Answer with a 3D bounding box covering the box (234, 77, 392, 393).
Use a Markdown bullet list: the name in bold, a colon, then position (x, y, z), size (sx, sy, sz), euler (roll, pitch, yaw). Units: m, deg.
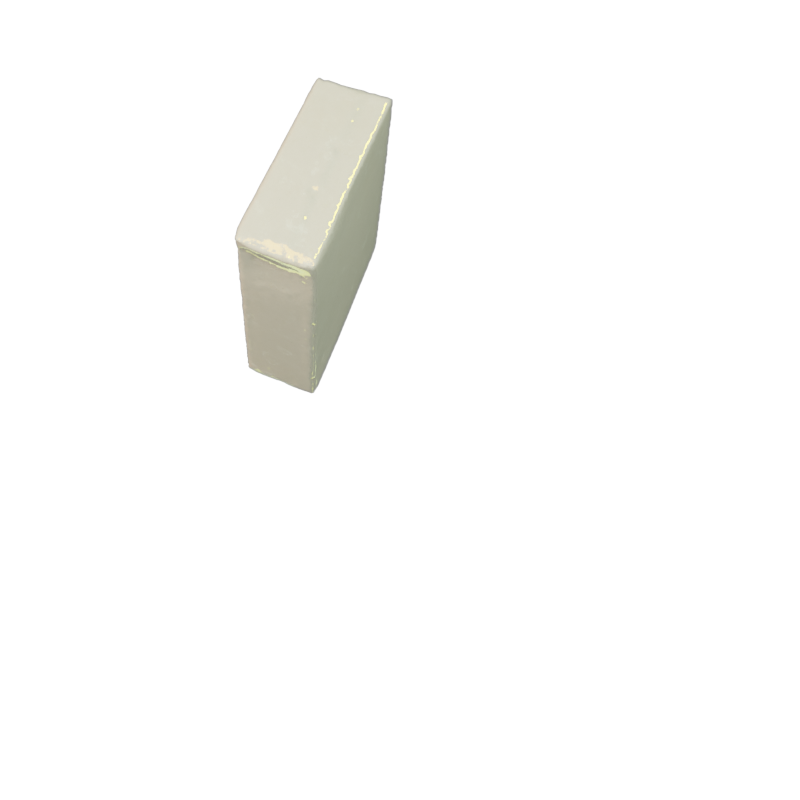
- **box**: position (-0.070, -0.128, 0.896), size (0.073, 0.171, 0.201), euler (19, -27, 5)
